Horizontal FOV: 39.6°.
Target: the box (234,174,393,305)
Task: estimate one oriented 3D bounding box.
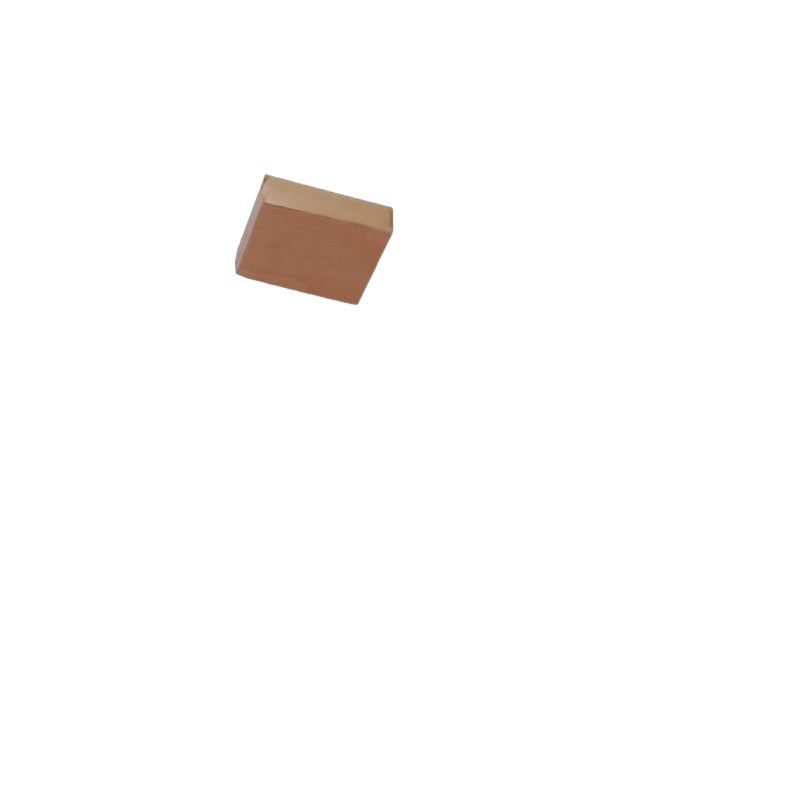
[{"bbox_3d":[-0.072,-0.131,0.918,0.111,0.042,0.086,13,-45,-14],"label":"box"}]
